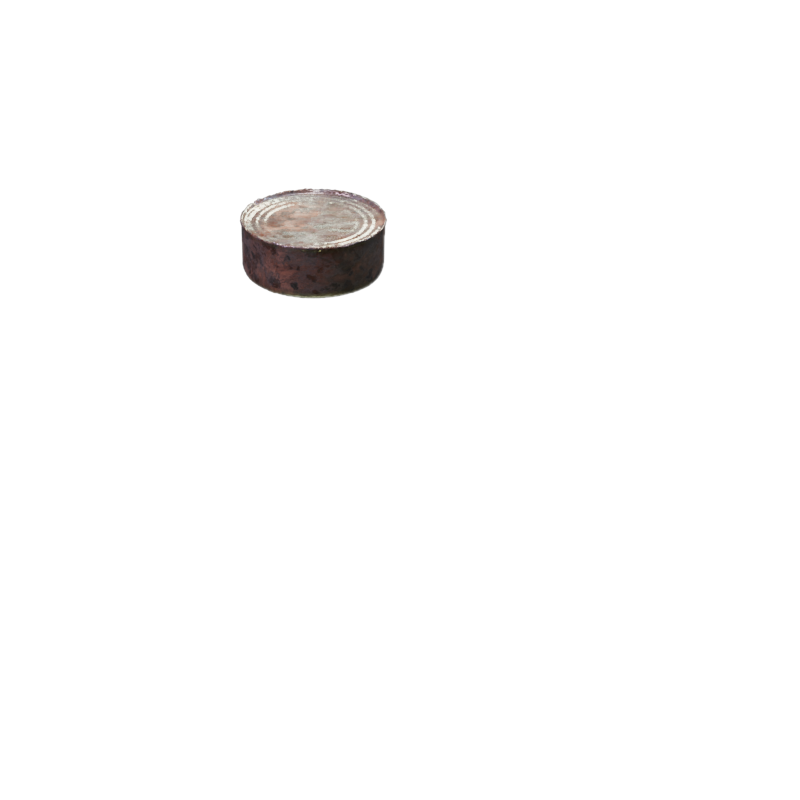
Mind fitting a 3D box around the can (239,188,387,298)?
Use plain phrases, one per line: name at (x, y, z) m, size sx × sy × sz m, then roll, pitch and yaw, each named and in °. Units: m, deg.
can at (-0.051, -0.093, 0.655) m, size 0.086 × 0.032 × 0.091 m, roll -1°, pitch 31°, yaw -2°
